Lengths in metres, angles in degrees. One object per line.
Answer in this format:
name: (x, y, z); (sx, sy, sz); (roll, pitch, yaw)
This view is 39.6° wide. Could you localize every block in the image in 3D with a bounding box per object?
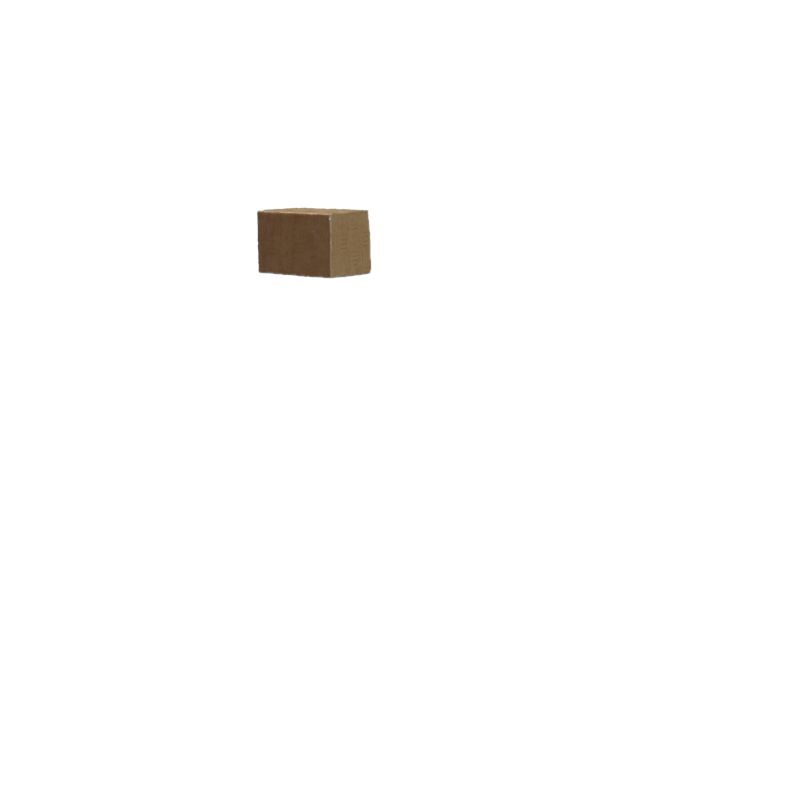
block: (-0.069, -0.126, 0.886); (0.081, 0.050, 0.051); (7, 11, 35)
